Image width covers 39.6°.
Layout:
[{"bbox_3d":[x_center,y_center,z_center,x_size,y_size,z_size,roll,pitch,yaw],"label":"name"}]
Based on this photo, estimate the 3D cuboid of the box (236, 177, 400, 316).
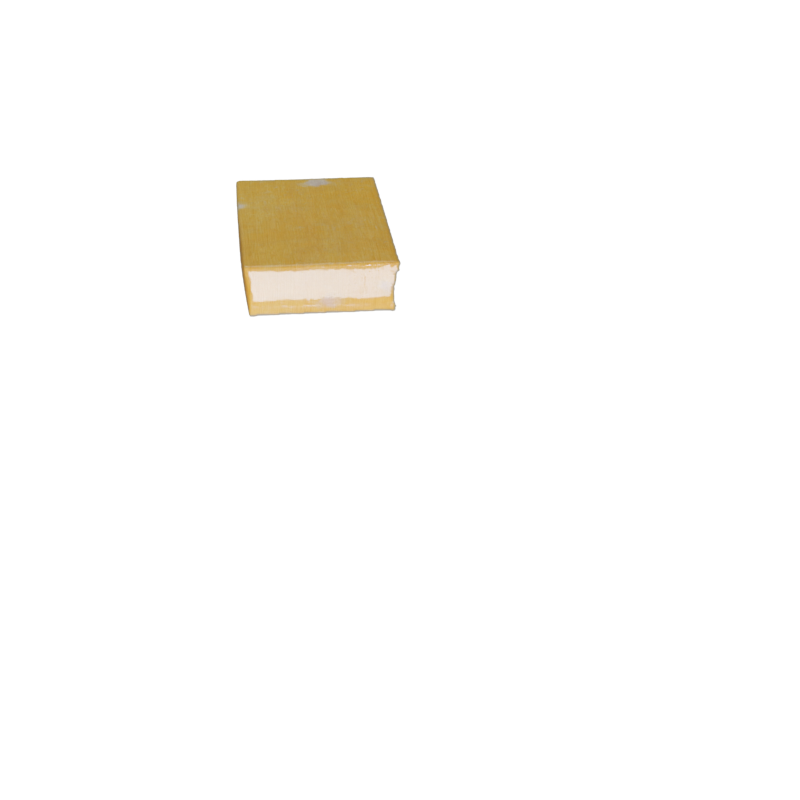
[{"bbox_3d":[-0.053,-0.096,0.676,0.089,0.036,0.122,-4,37,-6],"label":"box"}]
